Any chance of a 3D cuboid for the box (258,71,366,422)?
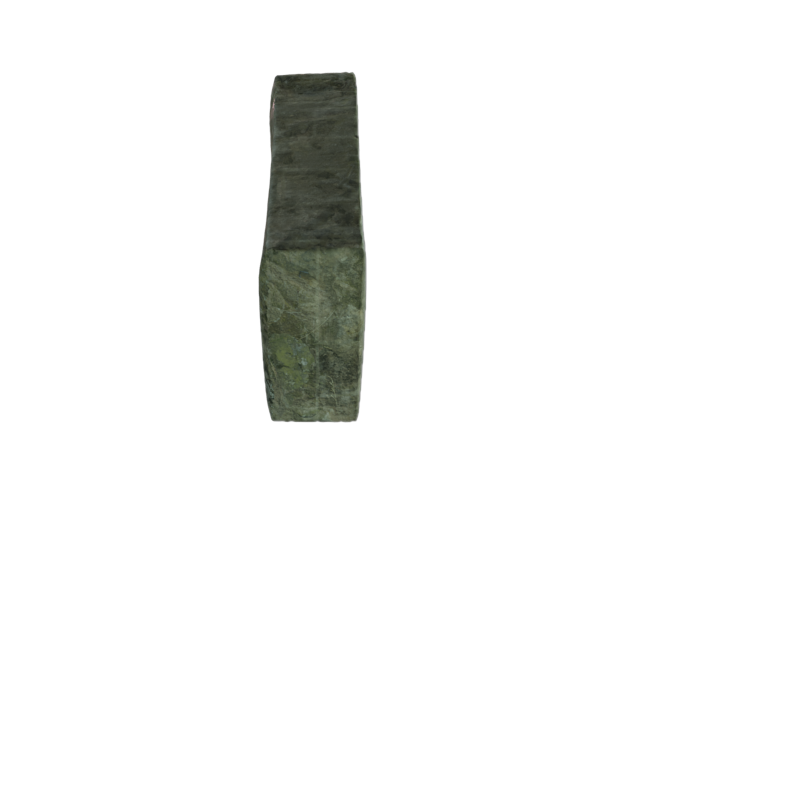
[{"bbox_3d":[-0.064,-0.117,0.819,0.072,0.153,0.230,-1,44,-4],"label":"box"}]
